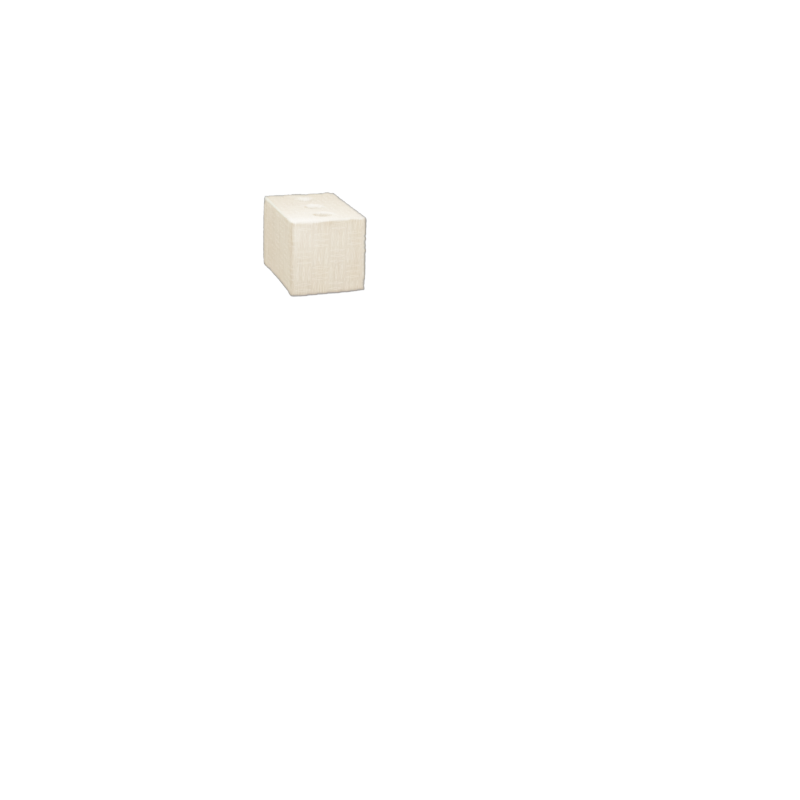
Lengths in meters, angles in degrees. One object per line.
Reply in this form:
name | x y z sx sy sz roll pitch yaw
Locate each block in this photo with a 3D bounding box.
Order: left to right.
block | -0.059 -0.107 0.751 0.052 0.049 0.083 -6 22 -18
